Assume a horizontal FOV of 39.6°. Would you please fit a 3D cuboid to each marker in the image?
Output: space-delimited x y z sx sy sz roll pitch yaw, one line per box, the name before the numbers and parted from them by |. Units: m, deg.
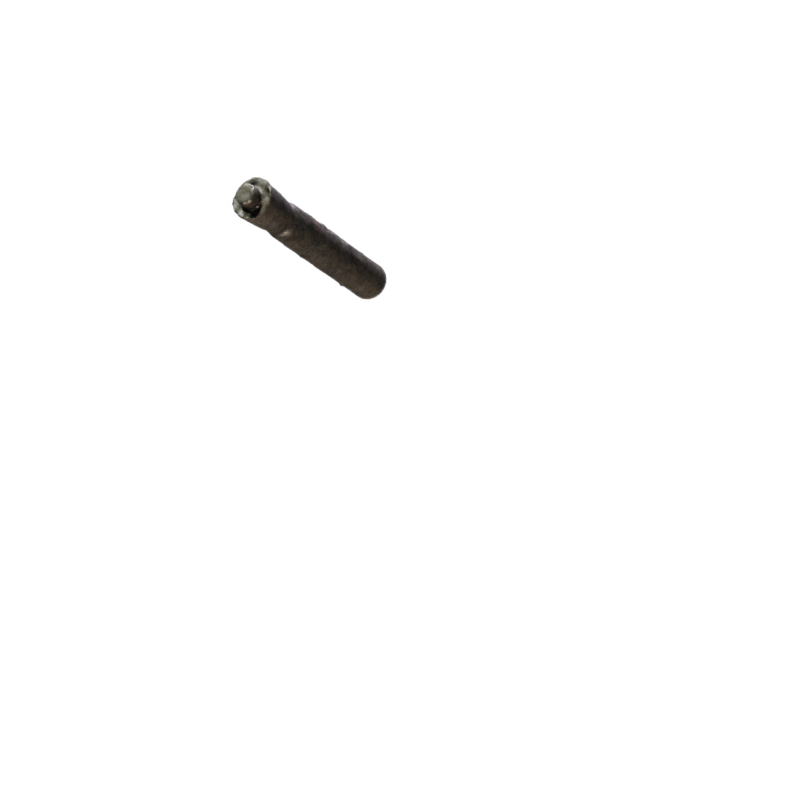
marker | -0.039 -0.071 0.501 0.020 0.020 0.113 2 -12 27
